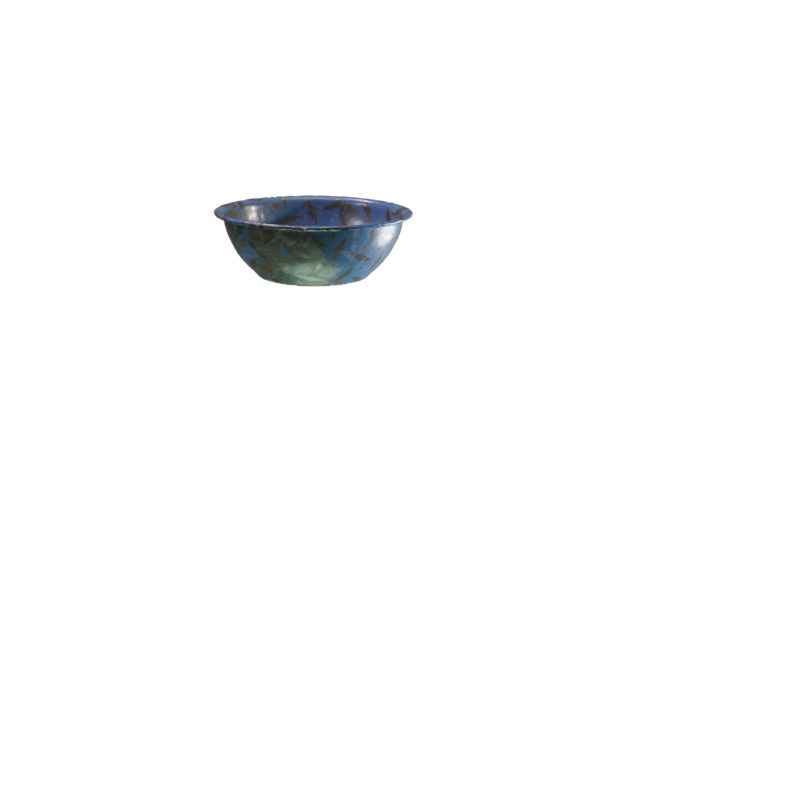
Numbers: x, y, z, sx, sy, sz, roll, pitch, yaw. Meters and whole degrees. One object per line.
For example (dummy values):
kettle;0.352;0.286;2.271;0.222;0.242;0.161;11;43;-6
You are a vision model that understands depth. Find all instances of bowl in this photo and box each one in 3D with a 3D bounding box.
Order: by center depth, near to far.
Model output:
bowl;-0.071;-0.129;0.907;0.162;0.053;0.168;-1;18;-2
